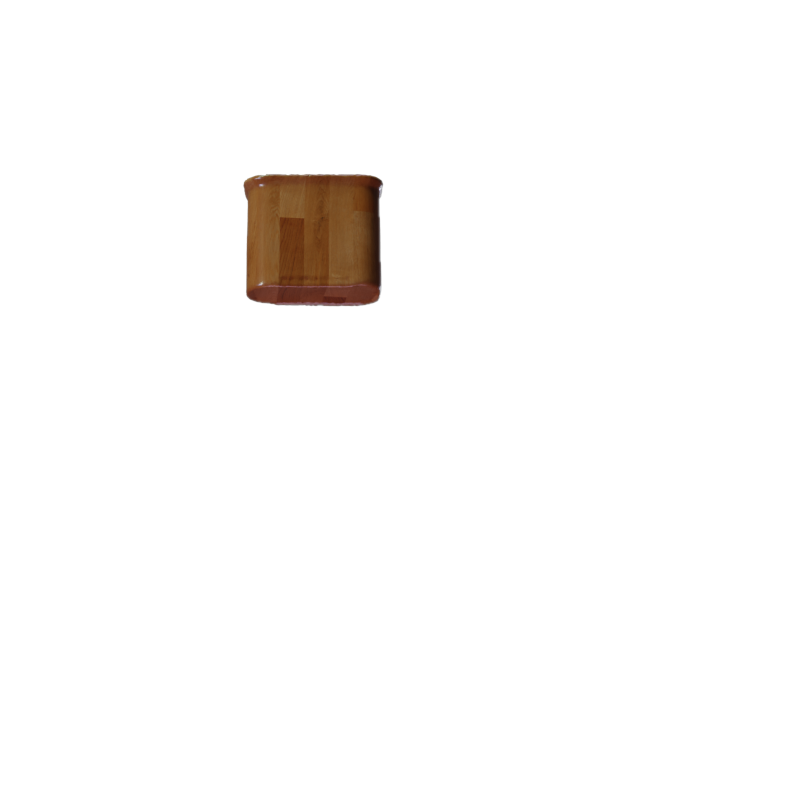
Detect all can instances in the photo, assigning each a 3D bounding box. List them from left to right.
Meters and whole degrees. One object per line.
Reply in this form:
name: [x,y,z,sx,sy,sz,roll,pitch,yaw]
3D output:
can: [-0.063,-0.115,0.804,0.102,0.087,0.055,0,-16,-2]
